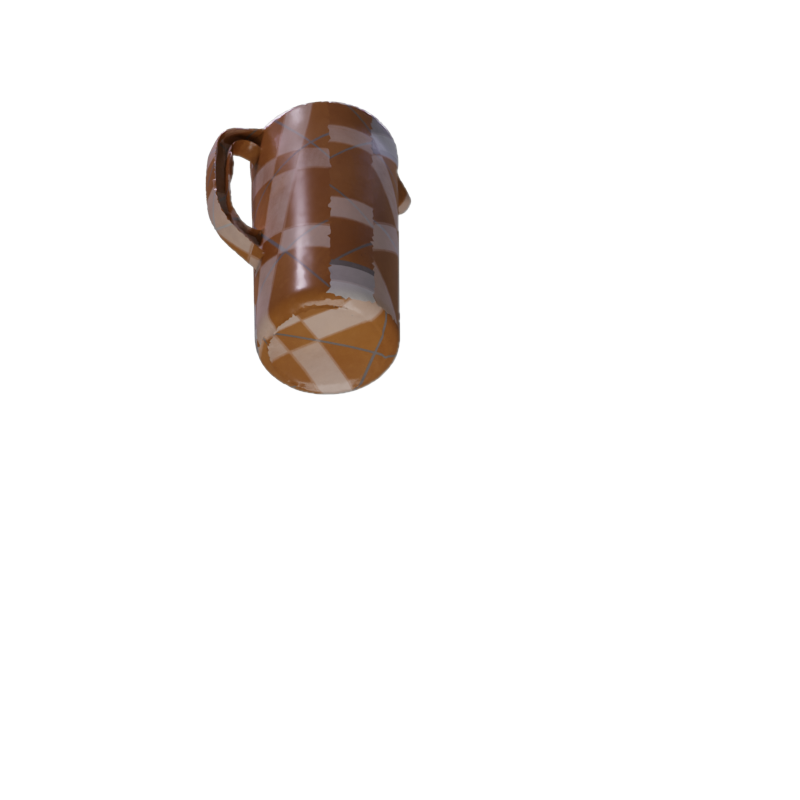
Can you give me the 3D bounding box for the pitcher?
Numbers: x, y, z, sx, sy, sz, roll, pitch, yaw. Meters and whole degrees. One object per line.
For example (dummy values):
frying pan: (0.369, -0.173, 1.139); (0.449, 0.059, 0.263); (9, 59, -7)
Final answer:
pitcher: (-0.071, -0.129, 0.901); (0.150, 0.261, 0.134); (-14, -47, 10)
